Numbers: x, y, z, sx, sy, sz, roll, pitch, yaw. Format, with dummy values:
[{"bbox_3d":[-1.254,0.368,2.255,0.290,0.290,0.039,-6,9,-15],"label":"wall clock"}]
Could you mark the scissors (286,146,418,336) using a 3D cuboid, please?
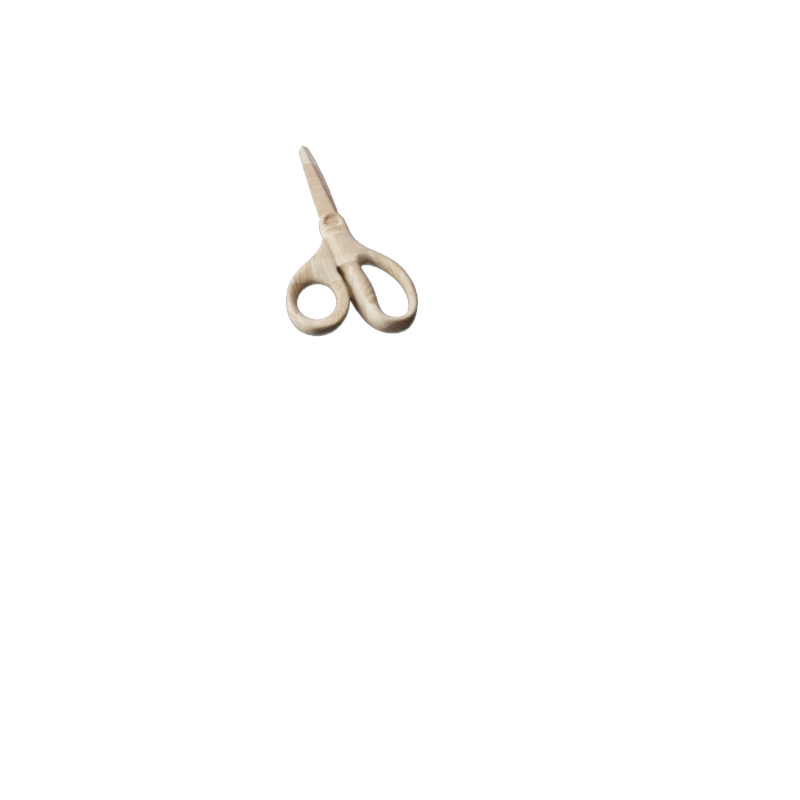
[{"bbox_3d":[-0.062,-0.112,0.788,0.095,0.015,0.218,-22,50,-20],"label":"scissors"}]
